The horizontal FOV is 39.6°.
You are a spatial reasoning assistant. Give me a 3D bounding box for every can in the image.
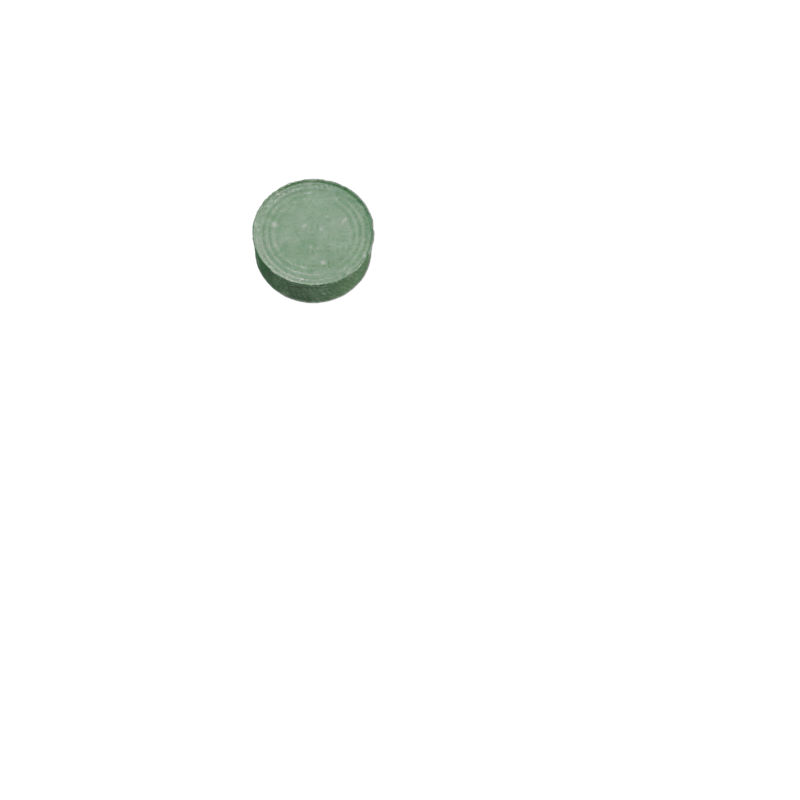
[{"bbox_3d":[-0.062,-0.113,0.790,0.086,0.091,0.032,-1,-26,-1],"label":"can"}]
